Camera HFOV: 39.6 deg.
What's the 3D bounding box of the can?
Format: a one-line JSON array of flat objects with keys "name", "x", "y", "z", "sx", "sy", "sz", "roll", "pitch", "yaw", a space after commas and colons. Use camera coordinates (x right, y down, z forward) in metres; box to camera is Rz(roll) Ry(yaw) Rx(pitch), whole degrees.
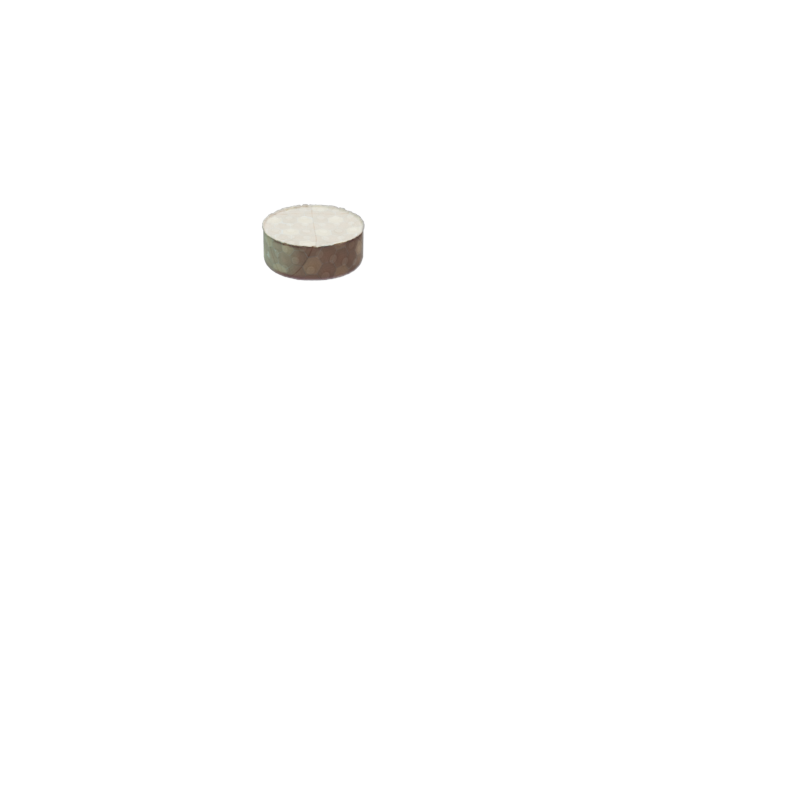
[{"name": "can", "x": -0.073, "y": -0.133, "z": 0.933, "sx": 0.086, "sy": 0.032, "sz": 0.091, "roll": -1, "pitch": 31, "yaw": -2}]
